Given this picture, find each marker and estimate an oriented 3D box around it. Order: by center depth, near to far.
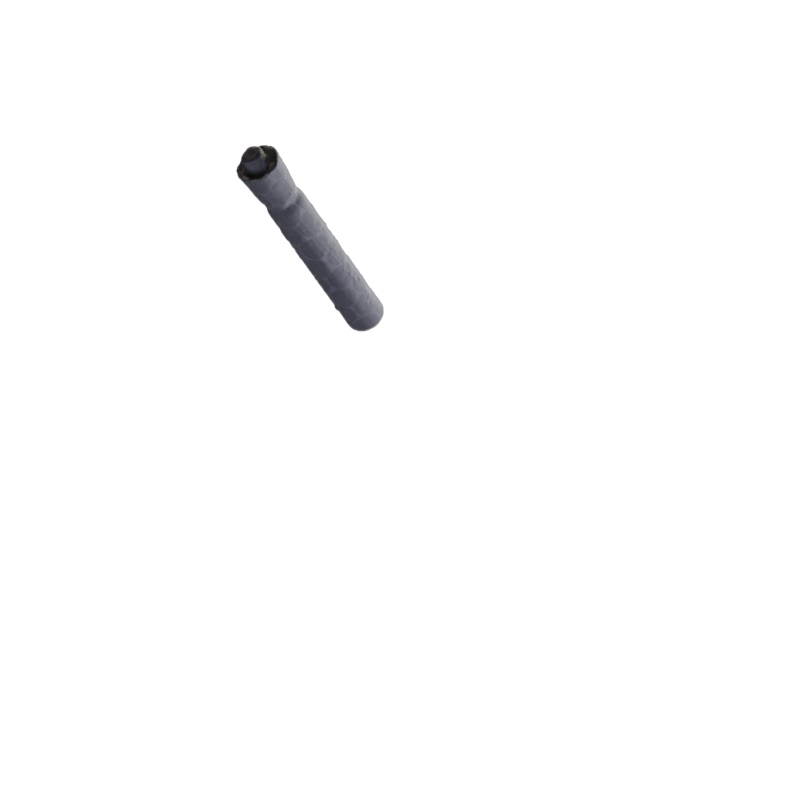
[{"bbox_3d":[-0.038,-0.069,0.482,0.020,0.021,0.112,2,-30,28],"label":"marker"}]
